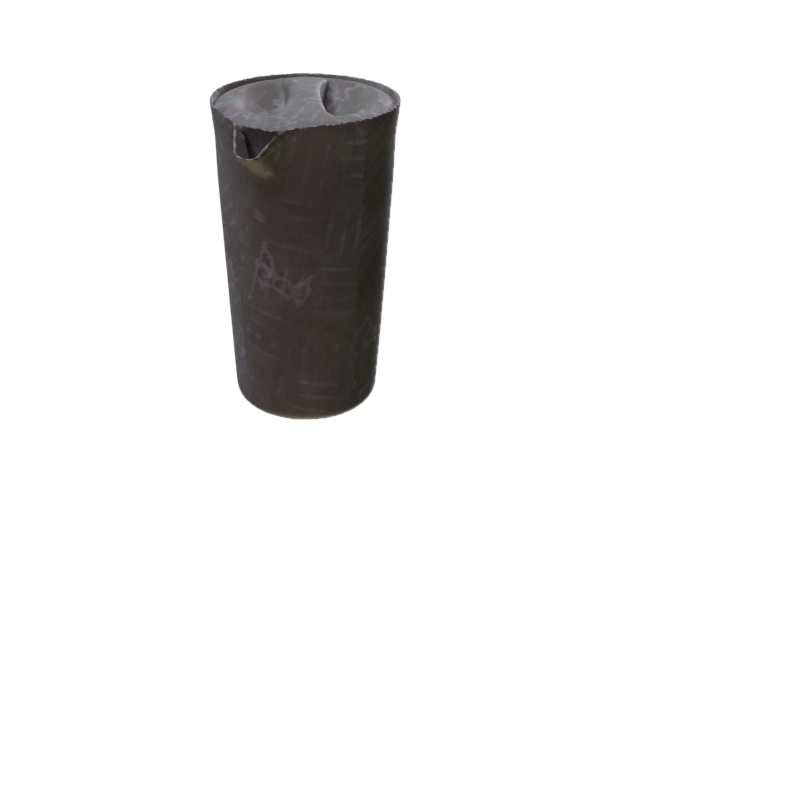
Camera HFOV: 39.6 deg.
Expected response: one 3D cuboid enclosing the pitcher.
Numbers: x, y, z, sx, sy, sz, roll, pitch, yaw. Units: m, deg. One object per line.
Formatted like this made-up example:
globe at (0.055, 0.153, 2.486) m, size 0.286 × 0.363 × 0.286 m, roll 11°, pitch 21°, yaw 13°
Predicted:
pitcher at (-0.065, -0.118, 0.827) m, size 0.147 × 0.230 × 0.156 m, roll -9°, pitch 29°, yaw -19°
